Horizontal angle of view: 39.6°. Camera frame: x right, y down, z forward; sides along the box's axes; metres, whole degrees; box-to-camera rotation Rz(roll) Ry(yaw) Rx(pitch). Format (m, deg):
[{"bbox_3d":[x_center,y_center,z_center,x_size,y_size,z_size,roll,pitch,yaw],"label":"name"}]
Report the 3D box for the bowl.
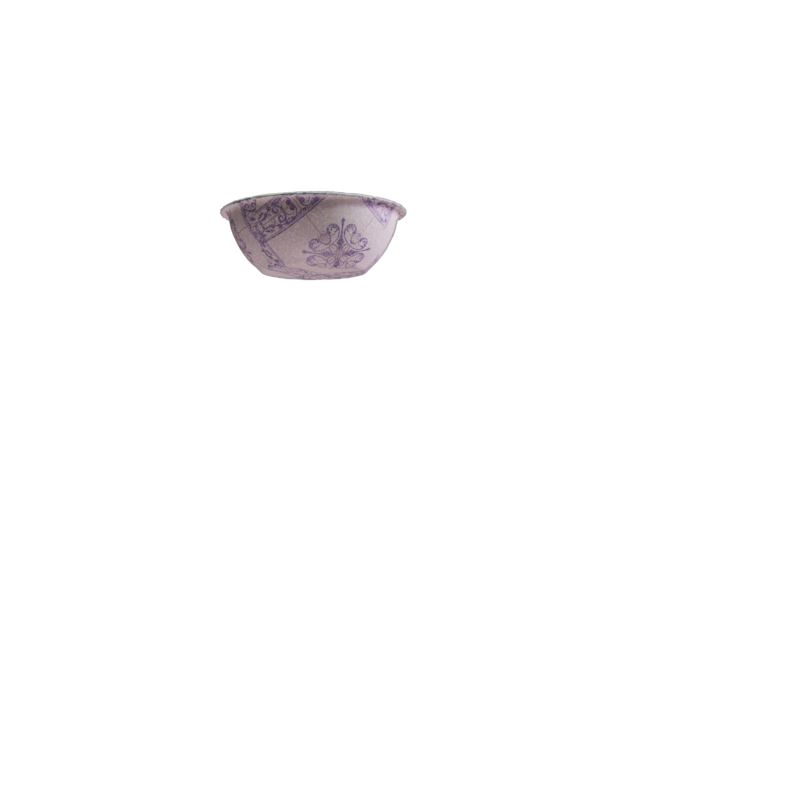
[{"bbox_3d":[-0.075,-0.137,0.956,0.162,0.056,0.160,0,-3,-2],"label":"bowl"}]
